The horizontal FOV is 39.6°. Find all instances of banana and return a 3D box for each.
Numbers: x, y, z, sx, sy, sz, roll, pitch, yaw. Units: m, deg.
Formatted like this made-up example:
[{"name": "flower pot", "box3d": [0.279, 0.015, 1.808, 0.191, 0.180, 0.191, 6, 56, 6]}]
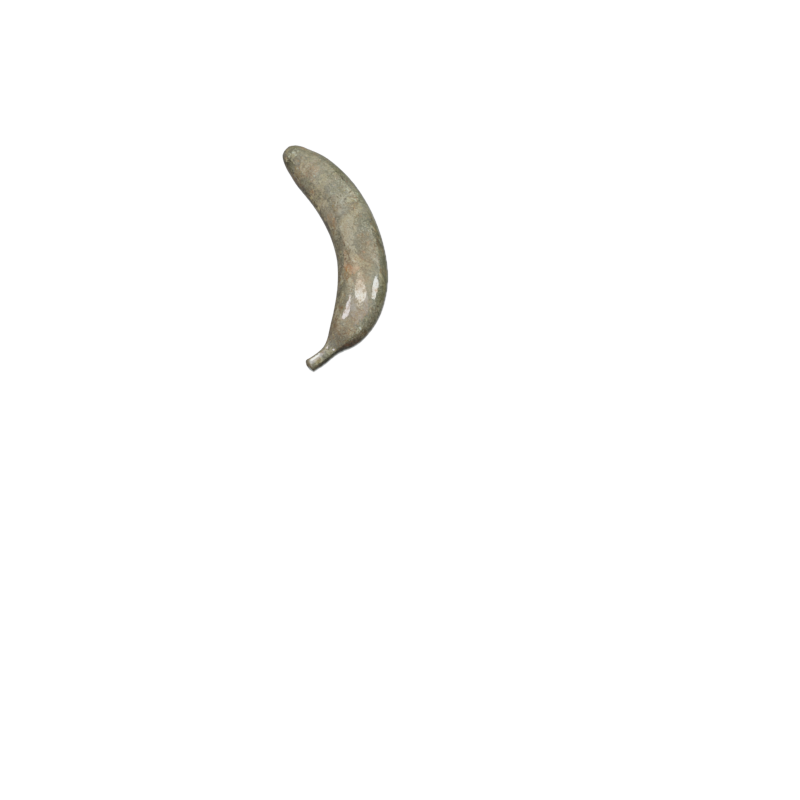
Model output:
[{"name": "banana", "box3d": [-0.047, -0.119, 0.845, 0.069, 0.211, 0.034, -6, -30, -4]}]
